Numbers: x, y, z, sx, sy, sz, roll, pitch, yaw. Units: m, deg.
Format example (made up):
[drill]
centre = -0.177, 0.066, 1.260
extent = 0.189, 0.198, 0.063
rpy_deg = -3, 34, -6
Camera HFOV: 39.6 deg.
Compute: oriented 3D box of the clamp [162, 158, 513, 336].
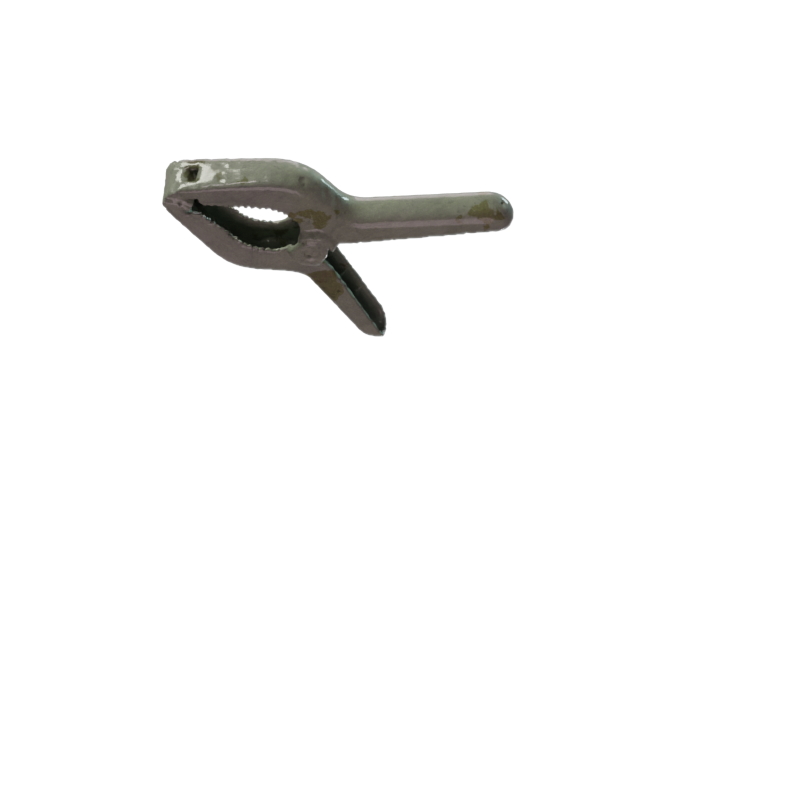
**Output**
[clamp]
centre = -0.056, -0.102, 0.717
extent = 0.203, 0.039, 0.159
rpy_deg = 12, -34, -19
